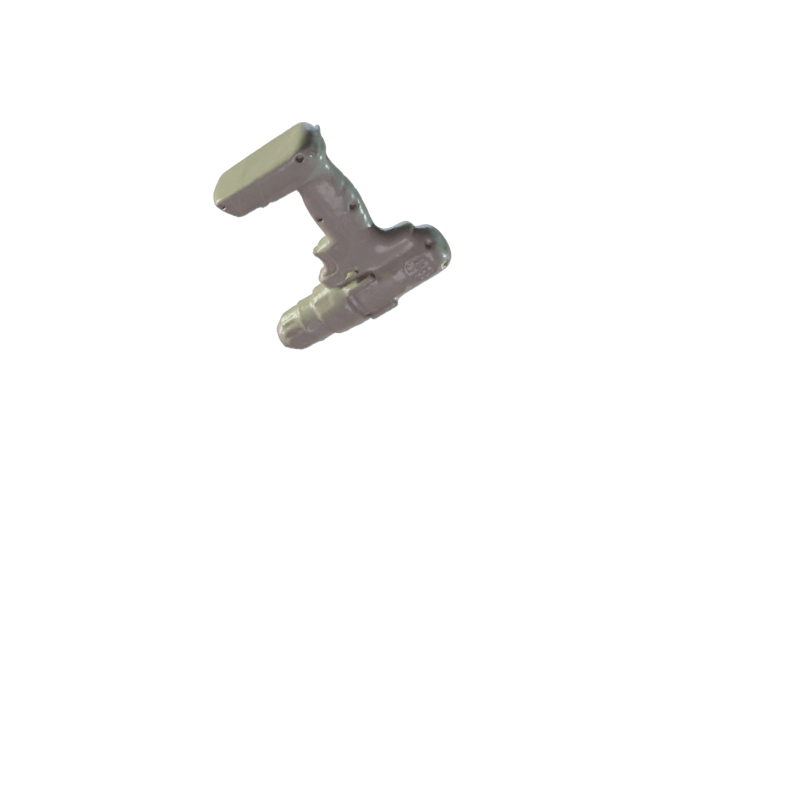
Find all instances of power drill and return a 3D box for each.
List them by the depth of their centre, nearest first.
[{"bbox_3d":[-0.076,-0.139,0.975,0.184,0.176,0.061,-31,32,21],"label":"power drill"}]
